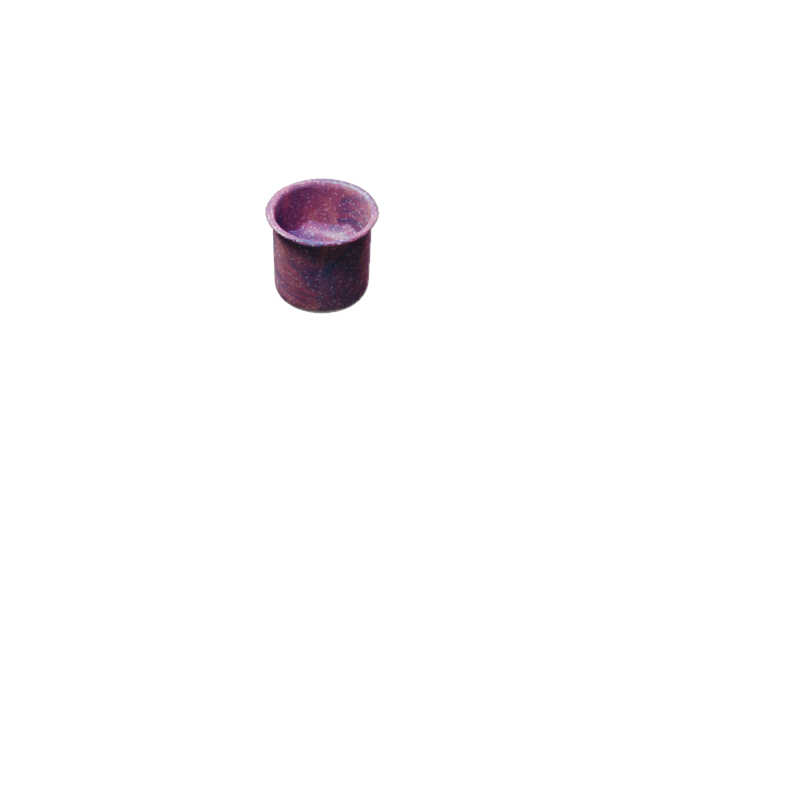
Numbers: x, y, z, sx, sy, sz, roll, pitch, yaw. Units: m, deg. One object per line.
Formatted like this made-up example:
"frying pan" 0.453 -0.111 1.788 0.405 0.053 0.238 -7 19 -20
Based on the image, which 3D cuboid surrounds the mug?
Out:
"mug" -0.074 -0.134 0.941 0.093 0.076 0.126 -27 49 -28
